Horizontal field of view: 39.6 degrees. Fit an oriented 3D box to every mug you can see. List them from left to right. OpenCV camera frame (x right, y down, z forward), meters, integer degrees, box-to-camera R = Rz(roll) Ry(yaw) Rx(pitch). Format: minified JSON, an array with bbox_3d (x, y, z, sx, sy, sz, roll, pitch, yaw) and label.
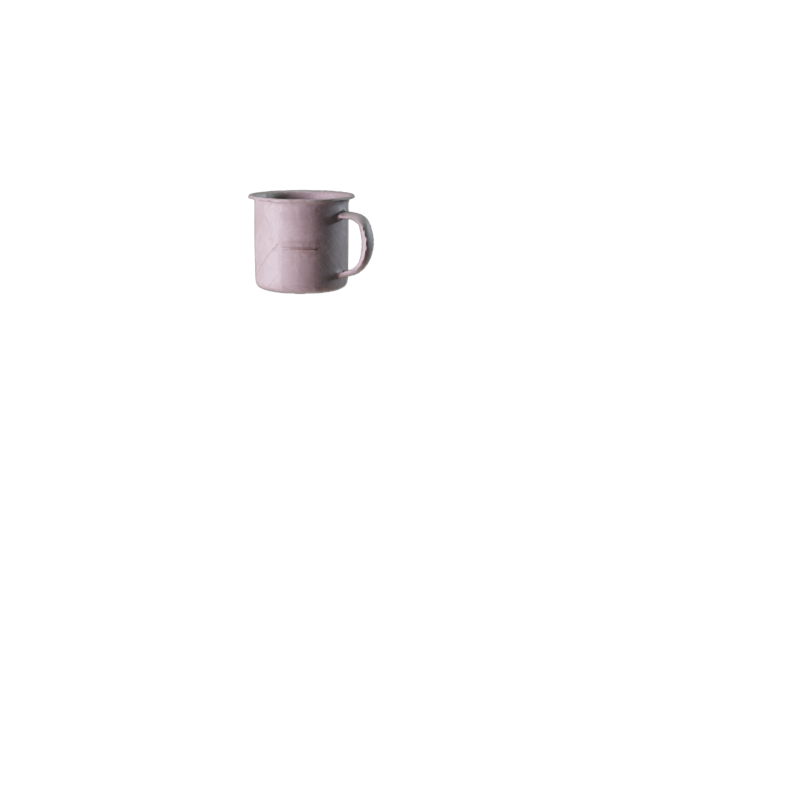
[{"bbox_3d":[-0.075,-0.137,0.959,0.122,0.080,0.092,7,14,28],"label":"mug"}]
